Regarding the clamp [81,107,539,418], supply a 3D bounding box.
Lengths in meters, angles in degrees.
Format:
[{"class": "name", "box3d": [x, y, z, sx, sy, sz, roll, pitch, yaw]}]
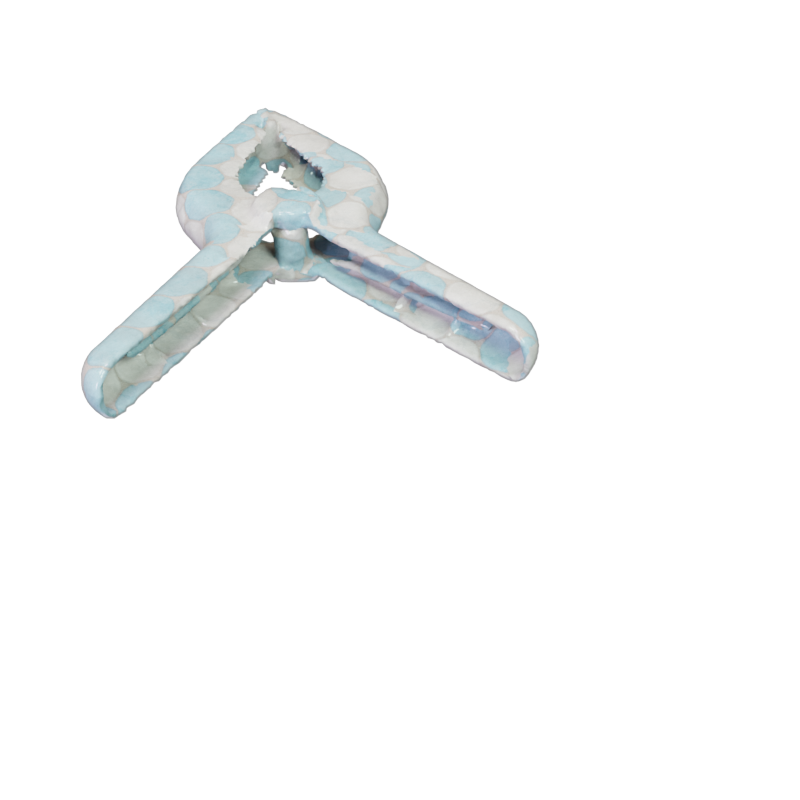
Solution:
[{"class": "clamp", "box3d": [-0.037, -0.067, 0.471, 0.164, 0.034, 0.225, -1, 37, -2]}]
